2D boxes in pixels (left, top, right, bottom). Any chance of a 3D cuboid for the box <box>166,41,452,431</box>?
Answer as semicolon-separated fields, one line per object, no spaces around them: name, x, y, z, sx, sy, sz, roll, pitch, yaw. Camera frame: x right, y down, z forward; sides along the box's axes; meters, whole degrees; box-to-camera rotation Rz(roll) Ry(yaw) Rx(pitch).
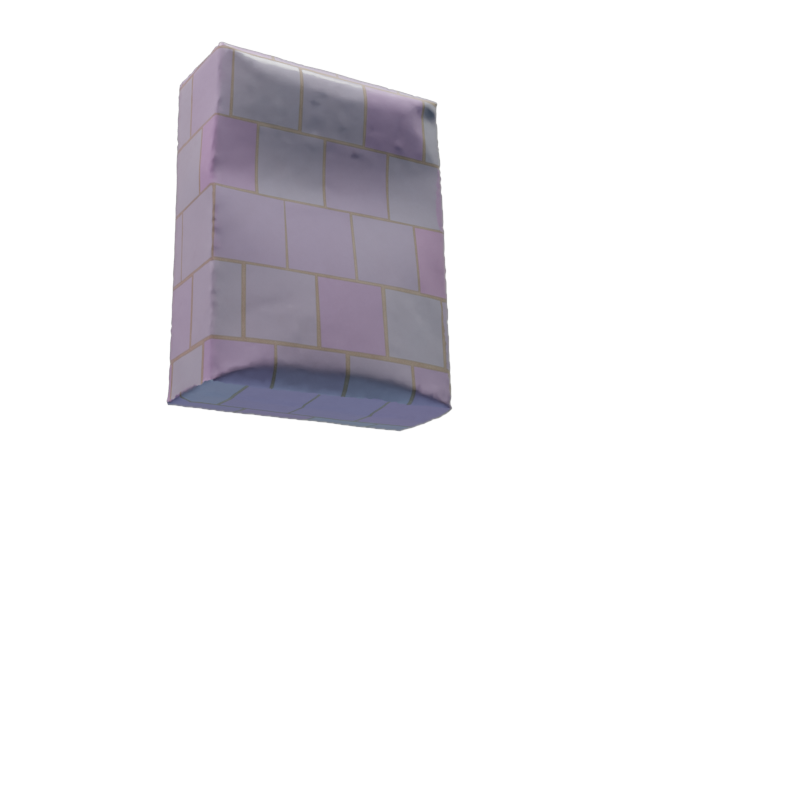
box;-0.054;-0.098;0.685;0.157;0.224;0.071;9;-22;-28
